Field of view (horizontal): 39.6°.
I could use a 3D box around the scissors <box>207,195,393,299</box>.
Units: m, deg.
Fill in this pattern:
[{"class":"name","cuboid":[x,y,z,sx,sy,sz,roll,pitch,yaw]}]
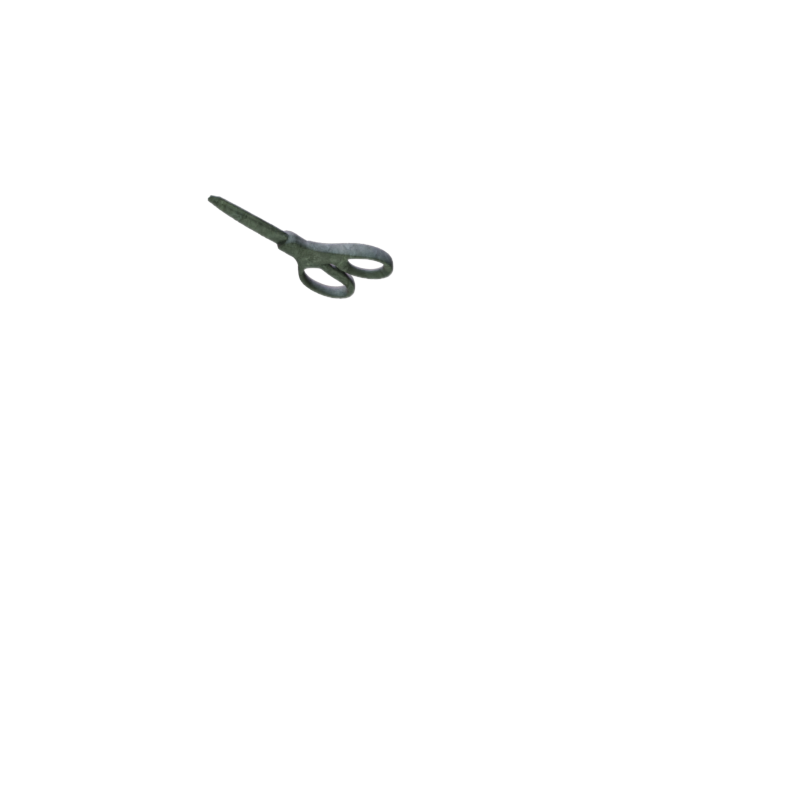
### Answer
[{"class":"scissors","cuboid":[-0.074,-0.135,0.948,0.098,0.017,0.187,-9,-24,21]}]
